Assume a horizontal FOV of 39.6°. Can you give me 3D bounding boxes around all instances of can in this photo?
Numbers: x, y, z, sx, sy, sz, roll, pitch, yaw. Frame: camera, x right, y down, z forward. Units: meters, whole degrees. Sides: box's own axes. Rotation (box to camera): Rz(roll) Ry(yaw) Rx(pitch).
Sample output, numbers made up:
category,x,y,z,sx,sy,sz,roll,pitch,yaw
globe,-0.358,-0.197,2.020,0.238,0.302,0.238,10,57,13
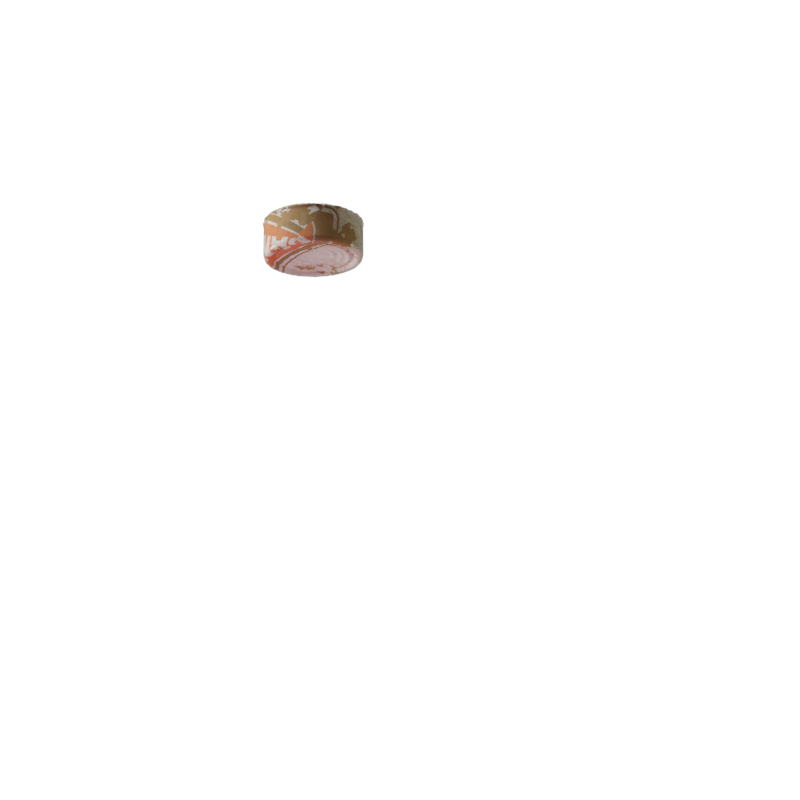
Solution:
category,x,y,z,sx,sy,sz,roll,pitch,yaw
can,-0.073,-0.134,0.939,0.086,0.035,0.082,0,-17,-2
